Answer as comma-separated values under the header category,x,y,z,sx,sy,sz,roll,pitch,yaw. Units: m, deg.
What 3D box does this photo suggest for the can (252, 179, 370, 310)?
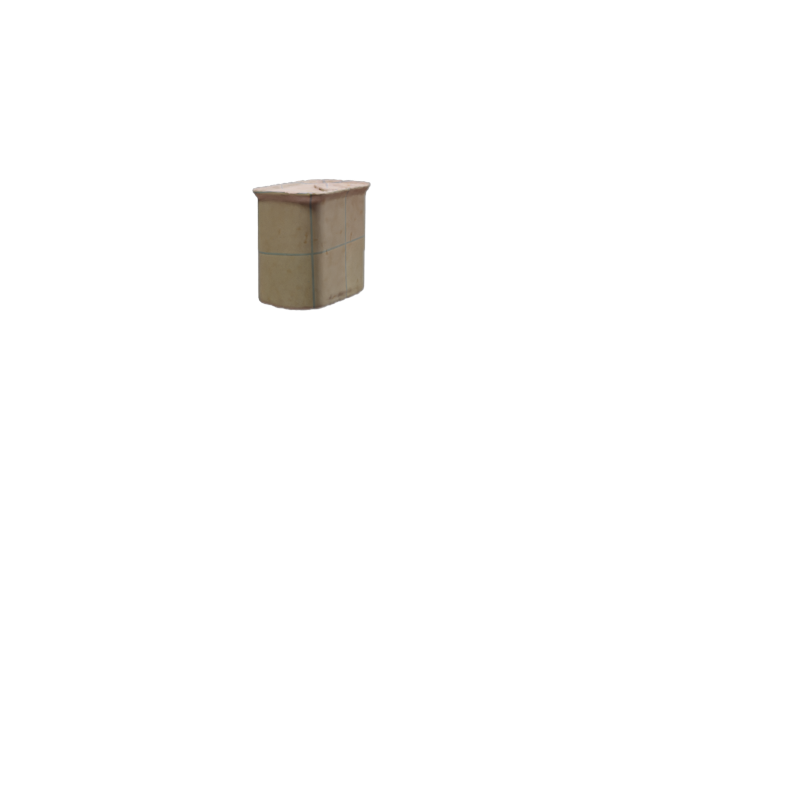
category,x,y,z,sx,sy,sz,roll,pitch,yaw
can,-0.064,-0.116,0.813,0.060,0.082,0.101,6,14,25
